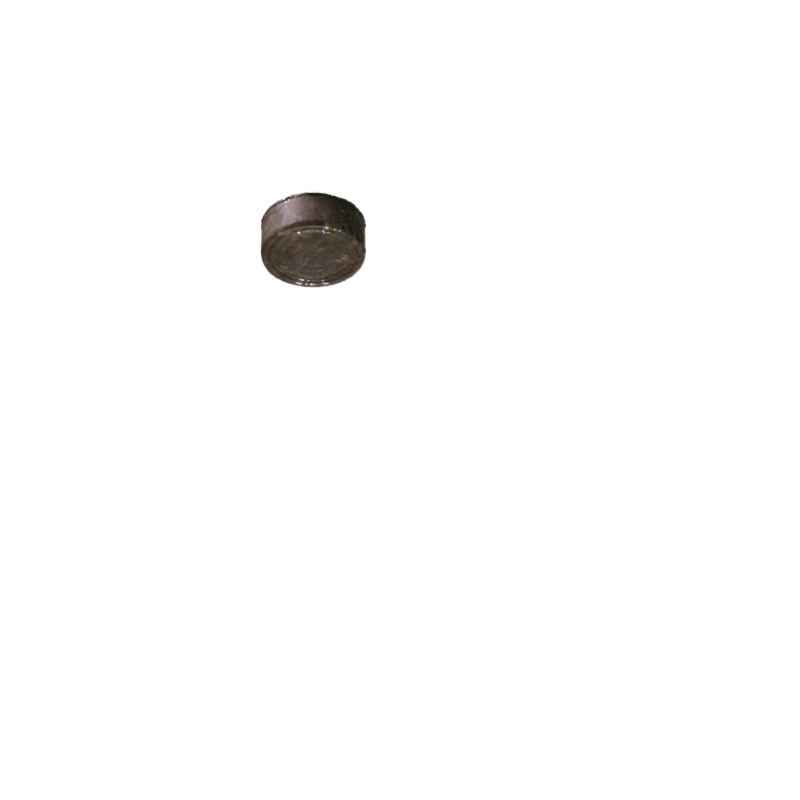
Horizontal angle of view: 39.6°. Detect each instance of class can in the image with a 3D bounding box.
[{"bbox_3d":[-0.070,-0.128,0.894,0.086,0.036,0.080,1,-33,-2],"label":"can"}]
